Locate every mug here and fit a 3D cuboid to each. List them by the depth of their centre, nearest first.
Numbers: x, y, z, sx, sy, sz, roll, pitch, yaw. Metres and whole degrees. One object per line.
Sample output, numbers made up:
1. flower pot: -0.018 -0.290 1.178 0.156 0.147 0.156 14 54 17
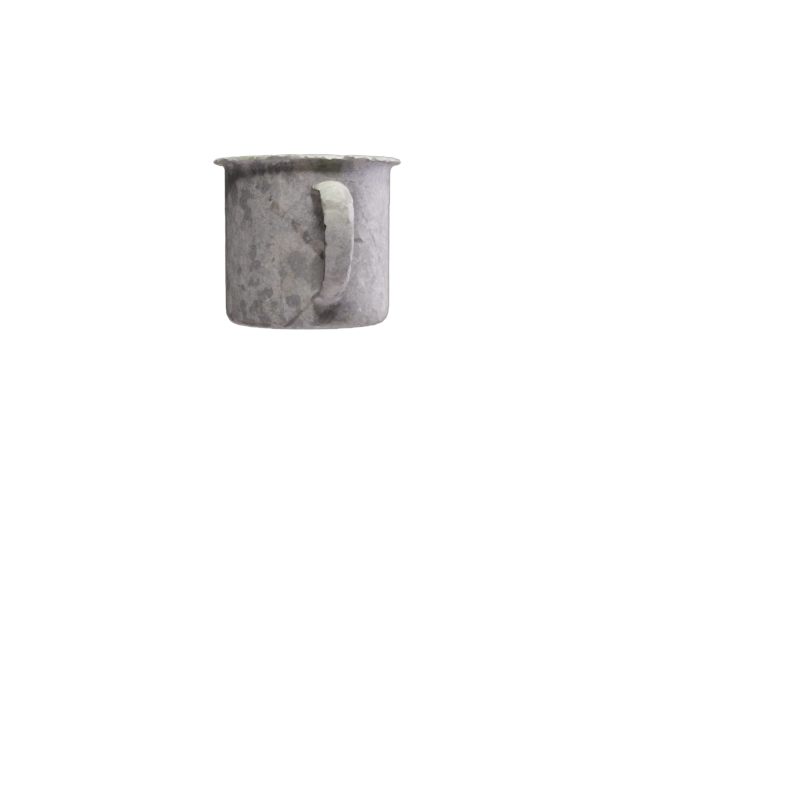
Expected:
1. mug: -0.042 -0.077 0.540 0.091 0.081 0.121 -2 7 -18
